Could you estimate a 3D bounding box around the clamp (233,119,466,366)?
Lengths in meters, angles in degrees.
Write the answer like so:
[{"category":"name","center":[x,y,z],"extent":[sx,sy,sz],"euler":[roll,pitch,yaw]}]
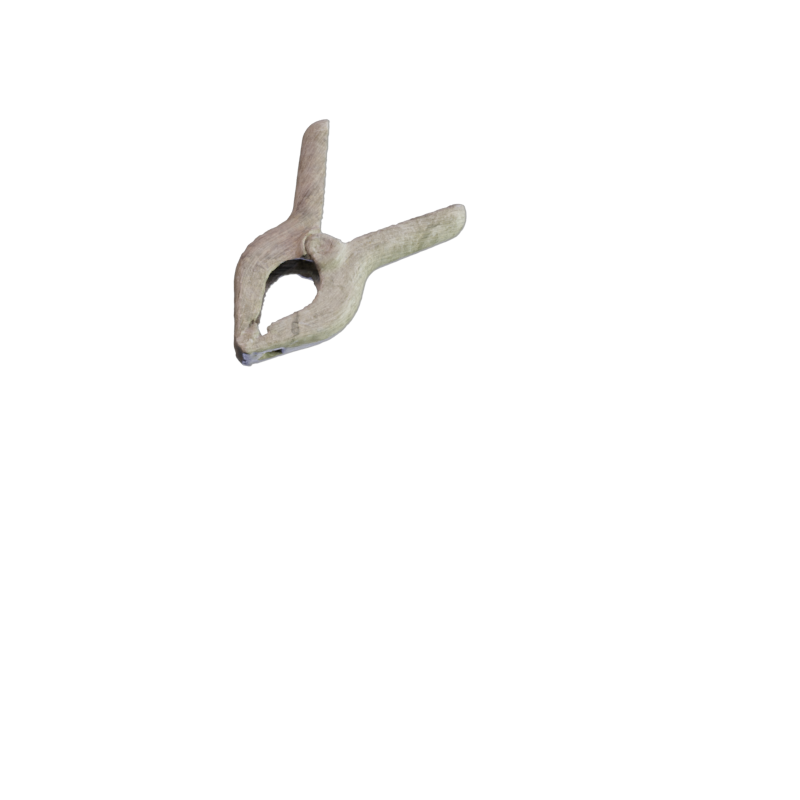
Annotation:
[{"category":"clamp","center":[-0.054,-0.099,0.693],"extent":[0.126,0.174,0.037],"euler":[39,-23,19]}]
